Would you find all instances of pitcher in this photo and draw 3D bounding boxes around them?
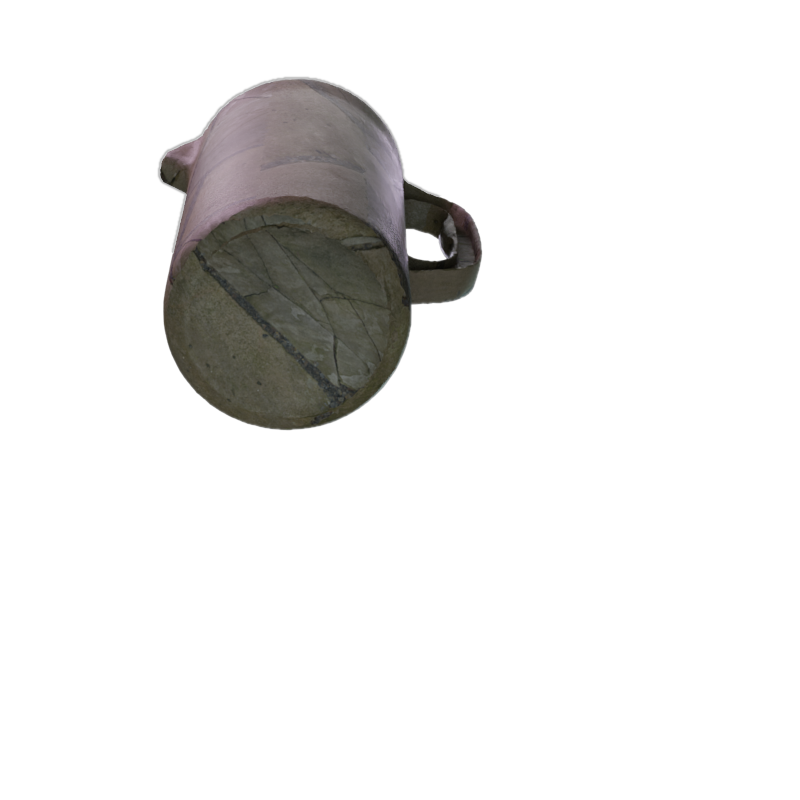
[{"bbox_3d":[-0.046,-0.083,0.584,0.149,0.138,0.255,-31,22,10],"label":"pitcher"}]
